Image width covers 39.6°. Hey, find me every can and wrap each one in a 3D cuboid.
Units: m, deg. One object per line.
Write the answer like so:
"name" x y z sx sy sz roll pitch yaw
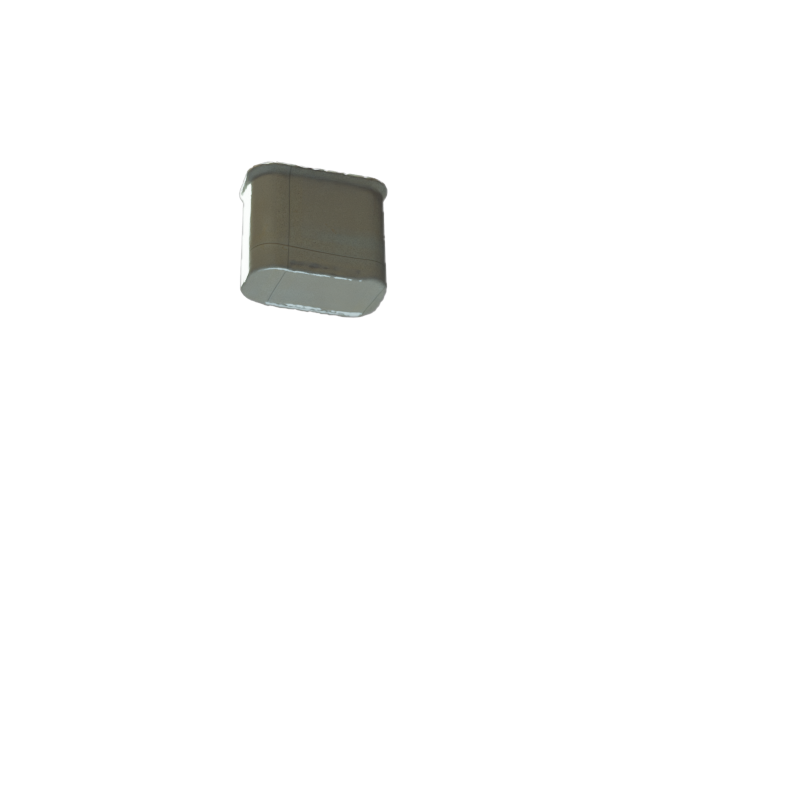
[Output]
"can" -0.060 -0.108 0.759 0.099 0.089 0.055 7 -30 -15
